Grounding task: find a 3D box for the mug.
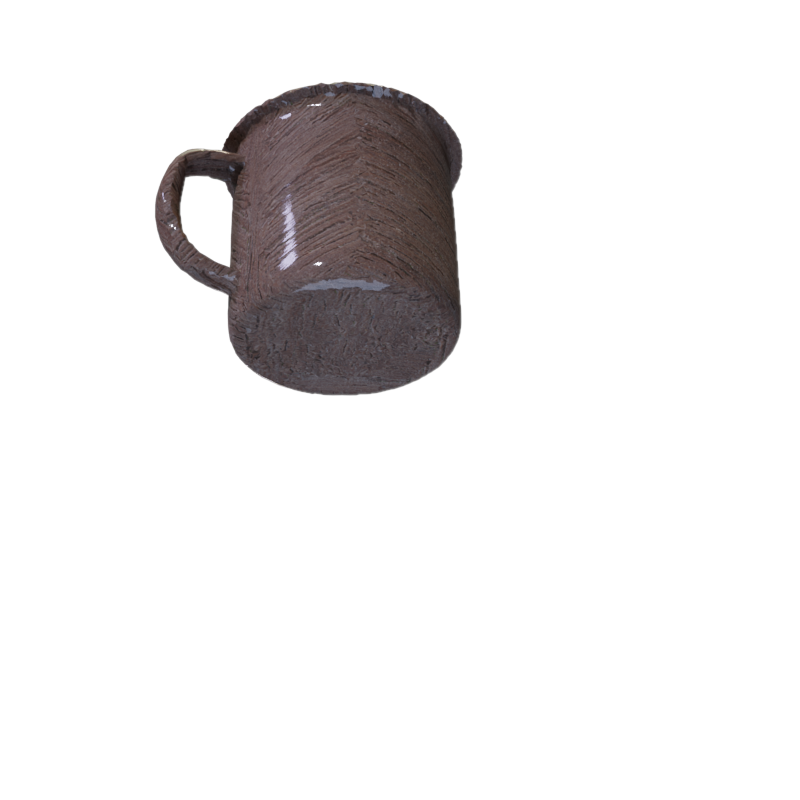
[{"bbox_3d":[-0.031,-0.057,0.400,0.113,0.087,0.091,14,-35,-23],"label":"mug"}]
